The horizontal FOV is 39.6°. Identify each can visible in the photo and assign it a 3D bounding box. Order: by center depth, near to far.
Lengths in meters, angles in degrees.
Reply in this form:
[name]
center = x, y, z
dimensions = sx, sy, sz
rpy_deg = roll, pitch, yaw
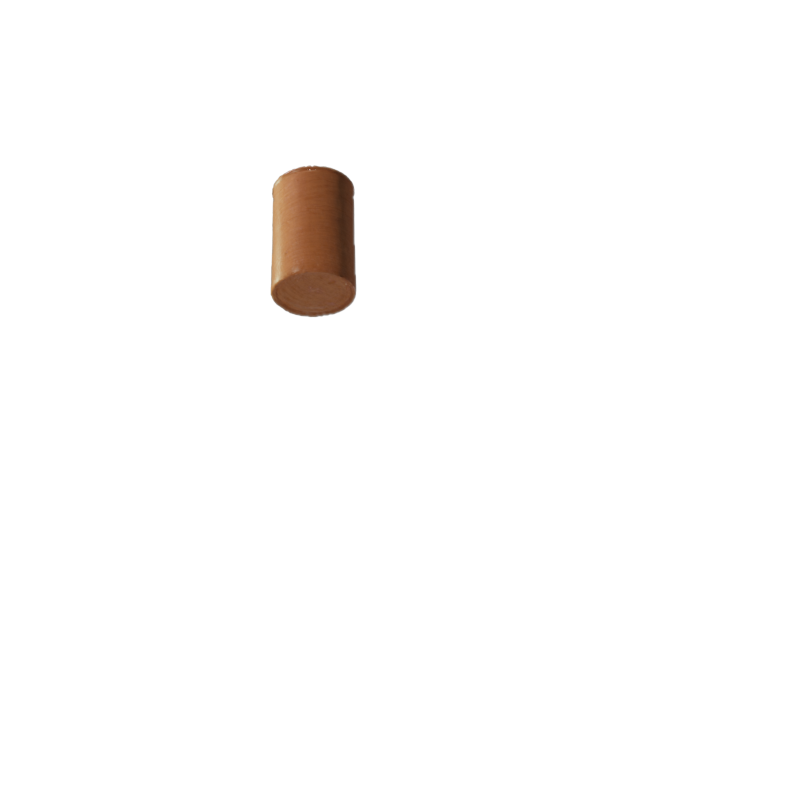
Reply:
[can]
center = -0.069, -0.126, 0.883
dimensions = 0.068, 0.109, 0.064
rpy_deg = -1, -32, -2
